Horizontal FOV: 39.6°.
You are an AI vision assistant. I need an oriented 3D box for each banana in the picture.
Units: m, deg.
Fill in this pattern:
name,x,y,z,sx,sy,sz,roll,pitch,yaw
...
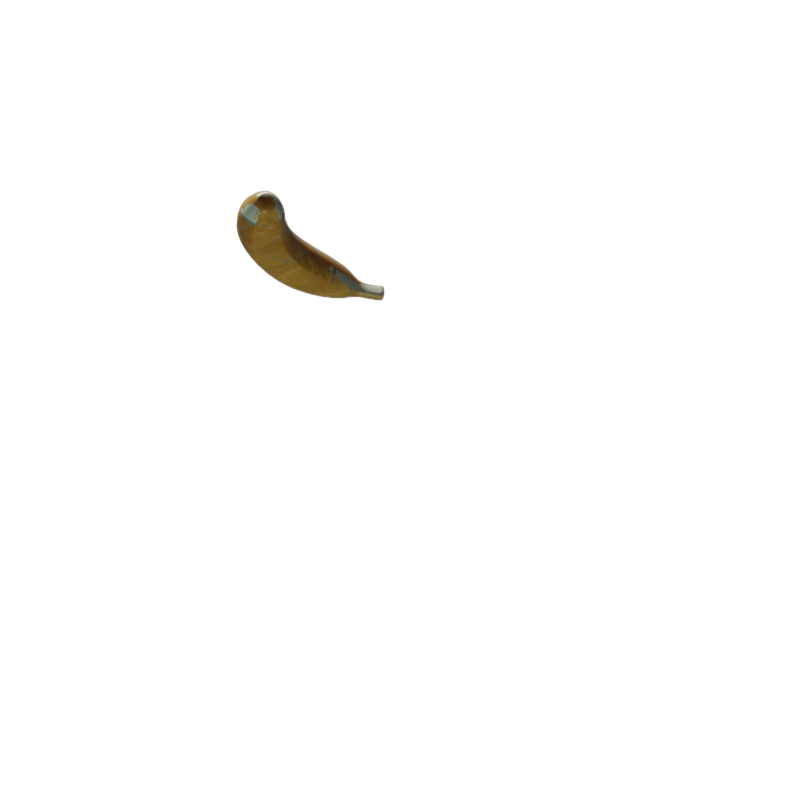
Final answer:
name,x,y,z,sx,sy,sz,roll,pitch,yaw
banana,-0.081,-0.116,0.842,0.071,0.038,0.185,-8,-17,24
